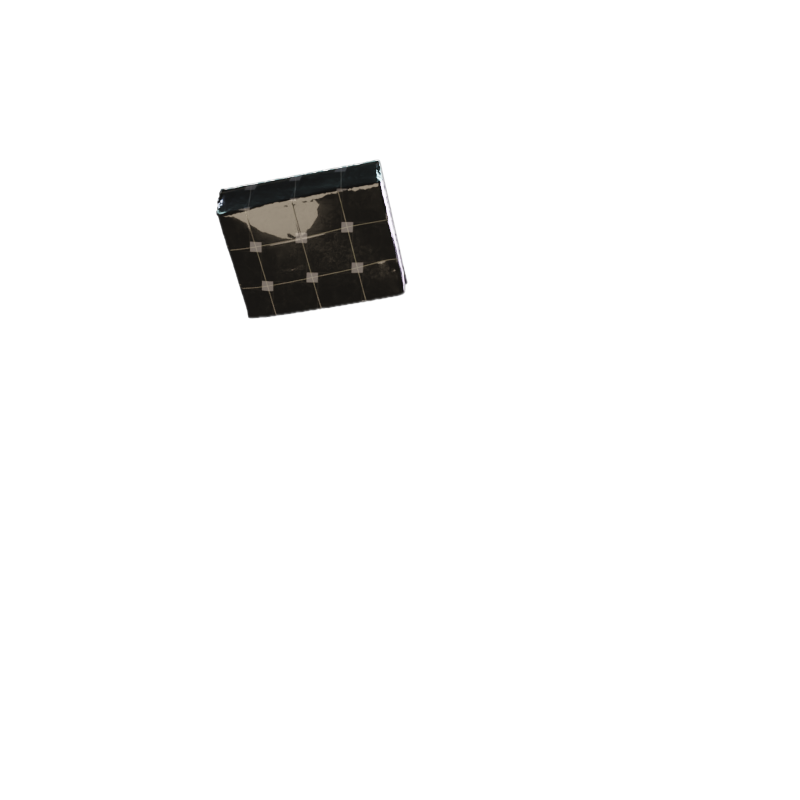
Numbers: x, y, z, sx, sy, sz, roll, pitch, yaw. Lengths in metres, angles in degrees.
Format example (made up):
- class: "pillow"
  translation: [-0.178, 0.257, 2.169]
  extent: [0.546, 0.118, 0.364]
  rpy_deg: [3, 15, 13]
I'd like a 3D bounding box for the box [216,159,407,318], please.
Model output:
- class: "box"
  translation: [-0.059, -0.107, 0.748]
  extent: [0.114, 0.084, 0.041]
  rpy_deg: [-10, 32, 6]
